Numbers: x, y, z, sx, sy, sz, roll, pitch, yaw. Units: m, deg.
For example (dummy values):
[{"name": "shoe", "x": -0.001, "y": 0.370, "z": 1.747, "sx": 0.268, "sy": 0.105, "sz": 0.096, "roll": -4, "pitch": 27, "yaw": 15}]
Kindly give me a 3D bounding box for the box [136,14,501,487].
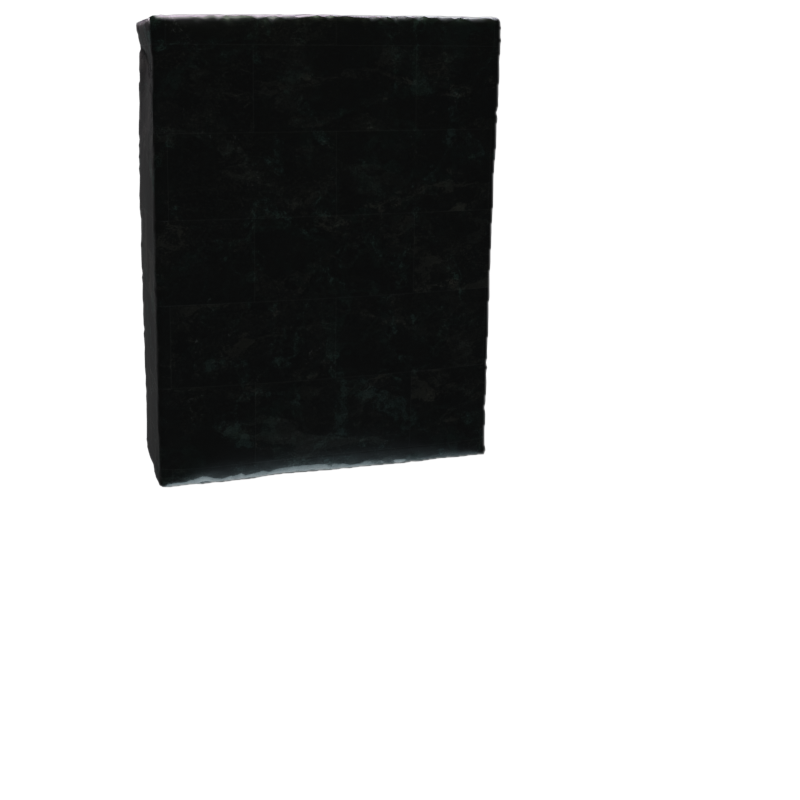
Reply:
[{"name": "box", "x": -0.042, "y": -0.077, "z": 0.536, "sx": 0.161, "sy": 0.208, "sz": 0.075, "roll": -3, "pitch": 11, "yaw": -17}]
